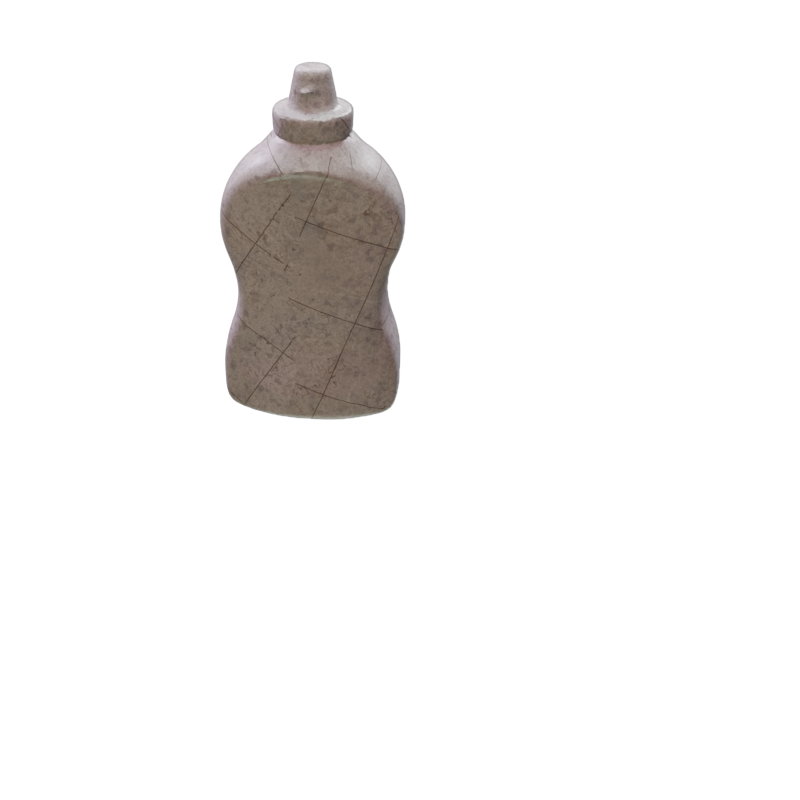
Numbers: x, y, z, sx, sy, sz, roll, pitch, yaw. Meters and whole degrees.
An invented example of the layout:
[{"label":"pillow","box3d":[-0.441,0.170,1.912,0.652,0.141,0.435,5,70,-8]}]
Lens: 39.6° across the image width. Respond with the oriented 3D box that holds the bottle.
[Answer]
[{"label":"bottle","box3d":[-0.046,-0.083,0.586,0.097,0.181,0.061,5,27,6]}]
